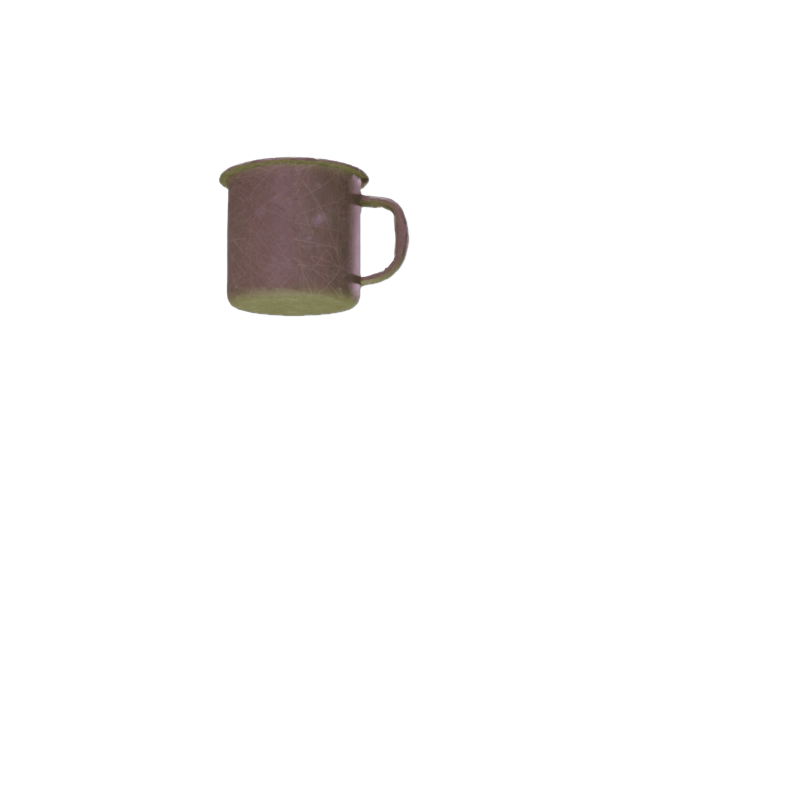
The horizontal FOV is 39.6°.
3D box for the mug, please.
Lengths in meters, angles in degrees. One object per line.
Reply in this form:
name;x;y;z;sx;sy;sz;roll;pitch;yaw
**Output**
mug;-0.053;-0.097;0.681;0.117;0.084;0.091;0;-8;0
